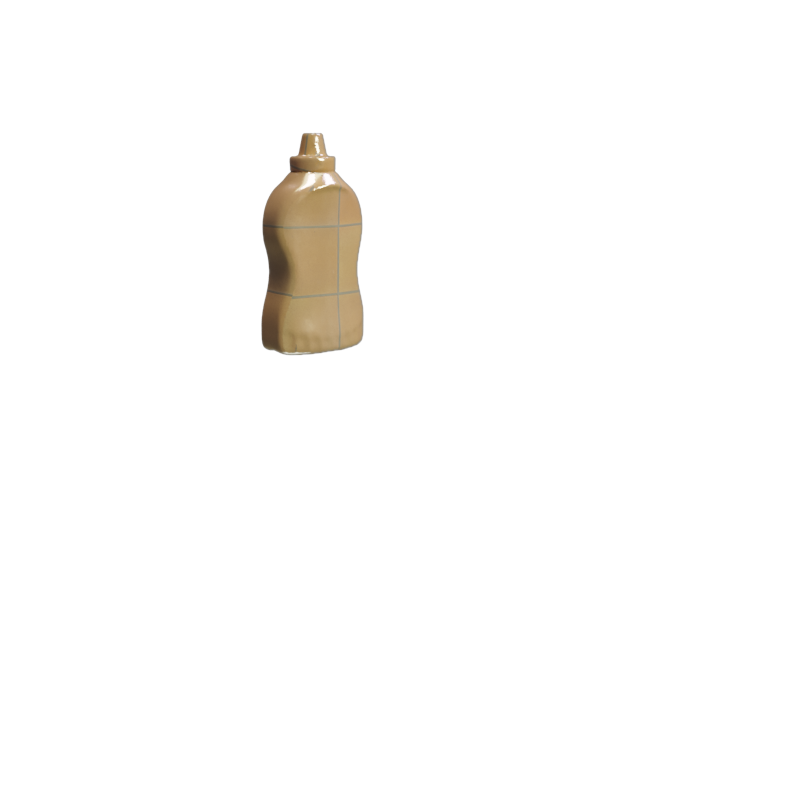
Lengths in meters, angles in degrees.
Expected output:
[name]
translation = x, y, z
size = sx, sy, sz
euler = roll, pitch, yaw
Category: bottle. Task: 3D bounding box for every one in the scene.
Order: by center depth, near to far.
[bottle]
translation = -0.077, -0.140, 0.983
size = 0.093, 0.189, 0.061
euler = -5, 9, -37
